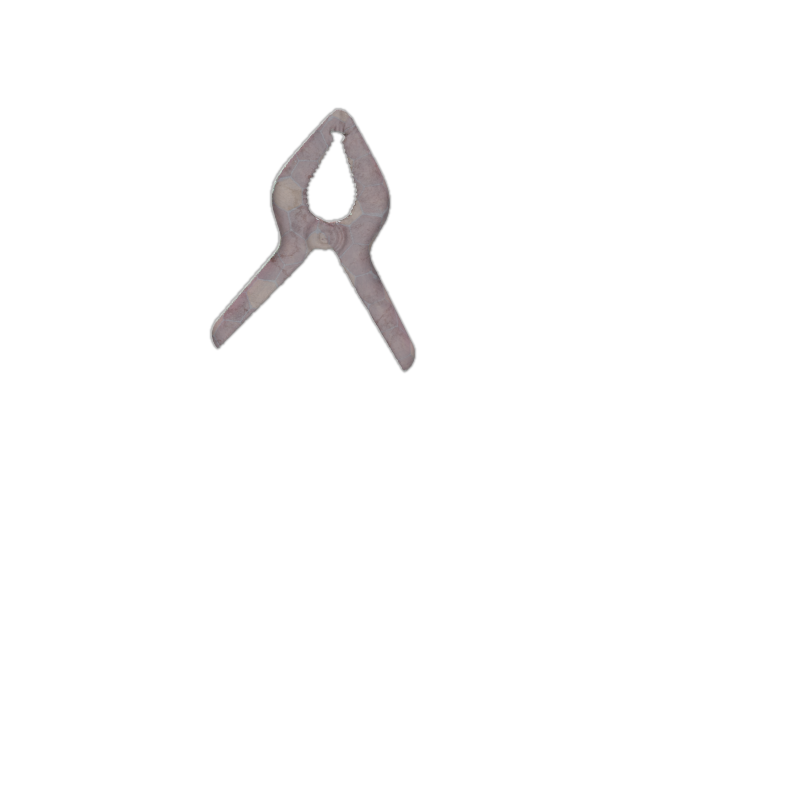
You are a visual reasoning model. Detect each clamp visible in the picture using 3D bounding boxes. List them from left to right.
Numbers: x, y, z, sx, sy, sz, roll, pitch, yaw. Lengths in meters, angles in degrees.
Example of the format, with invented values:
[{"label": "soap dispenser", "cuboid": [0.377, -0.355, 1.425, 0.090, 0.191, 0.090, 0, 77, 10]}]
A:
[{"label": "clamp", "cuboid": [-0.070, -0.127, 0.888, 0.164, 0.208, 0.037, 0, 5, 0]}]
